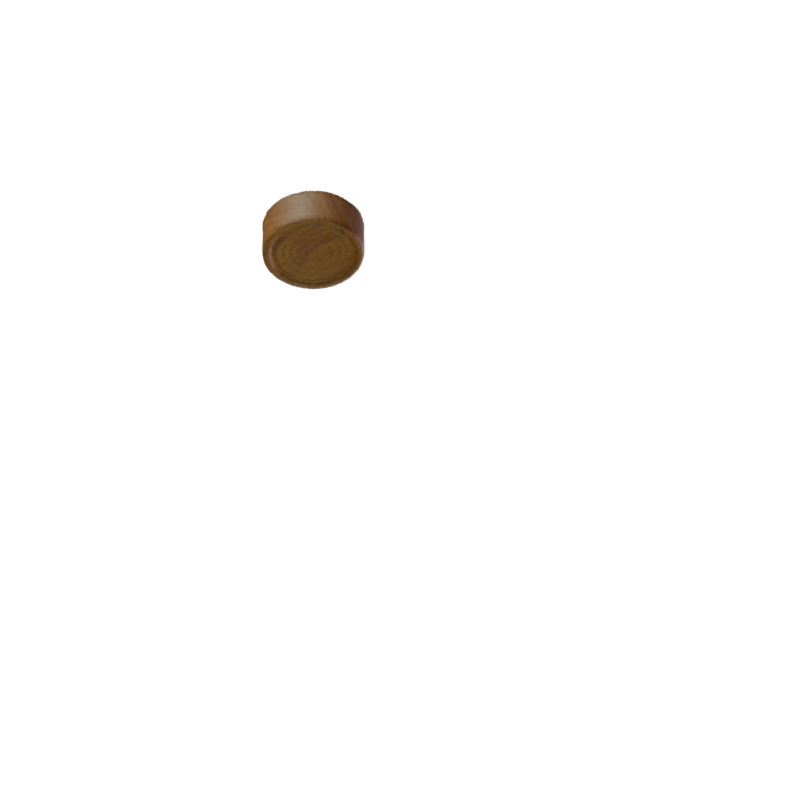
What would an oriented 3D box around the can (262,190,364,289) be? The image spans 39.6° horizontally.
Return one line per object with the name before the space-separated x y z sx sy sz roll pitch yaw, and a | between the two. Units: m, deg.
can | -0.072 -0.131 0.919 0.086 0.036 0.080 1 -40 -1
